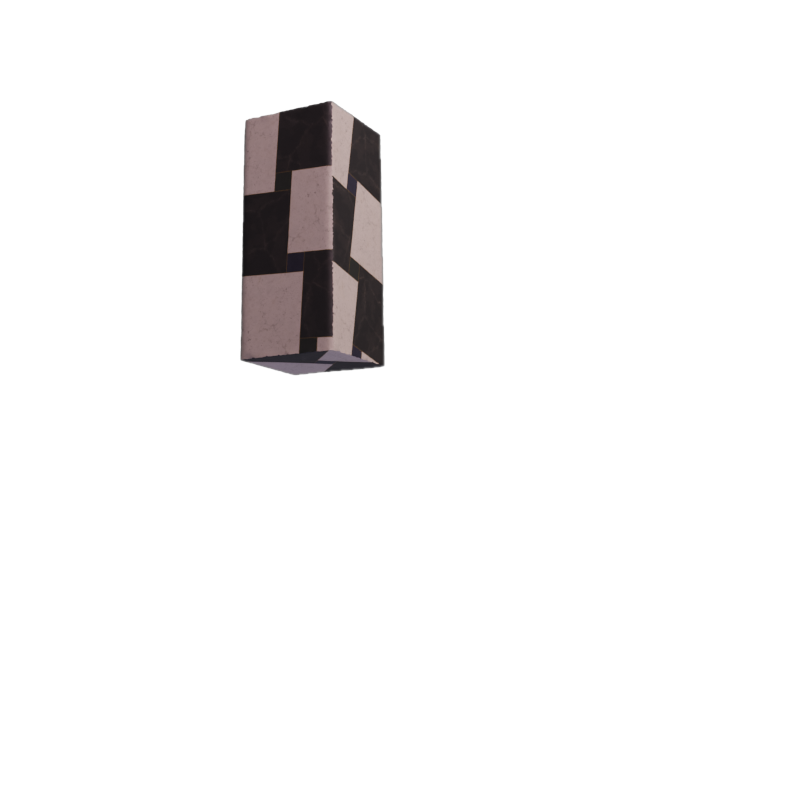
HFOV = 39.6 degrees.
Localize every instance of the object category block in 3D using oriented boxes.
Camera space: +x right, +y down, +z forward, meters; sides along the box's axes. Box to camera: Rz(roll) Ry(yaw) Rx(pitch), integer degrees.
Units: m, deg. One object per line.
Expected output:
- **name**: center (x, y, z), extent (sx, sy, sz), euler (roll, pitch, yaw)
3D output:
- **block**: center (-0.073, -0.132, 0.929), extent (0.092, 0.214, 0.085), euler (-8, -16, 27)
